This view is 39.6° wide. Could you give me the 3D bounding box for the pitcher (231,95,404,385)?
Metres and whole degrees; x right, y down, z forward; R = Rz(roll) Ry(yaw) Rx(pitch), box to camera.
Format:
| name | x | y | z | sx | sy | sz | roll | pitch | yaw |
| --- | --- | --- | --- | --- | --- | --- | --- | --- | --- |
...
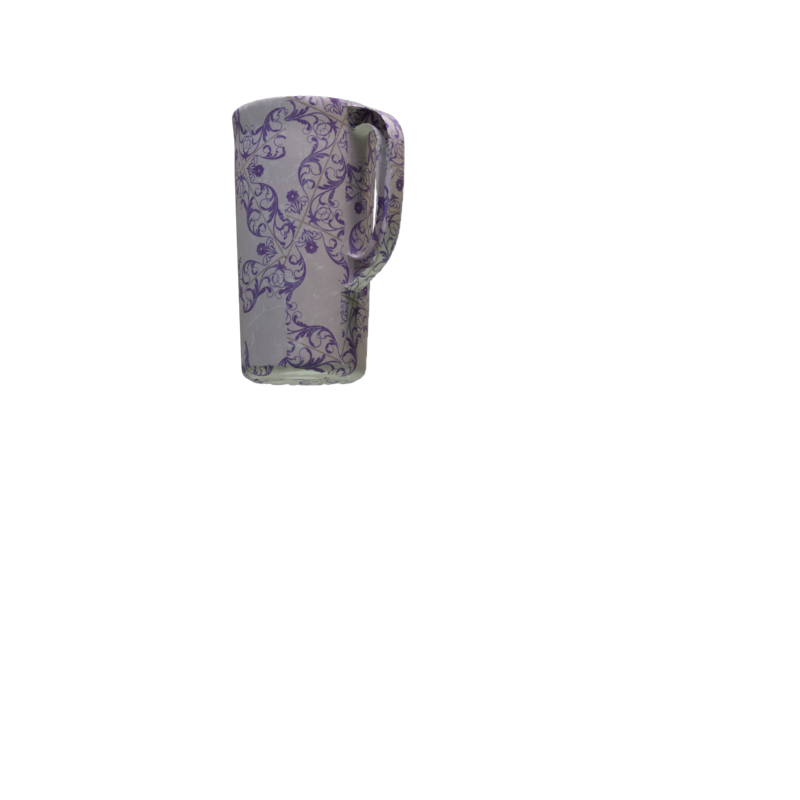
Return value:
| name | x | y | z | sx | sy | sz | roll | pitch | yaw |
| --- | --- | --- | --- | --- | --- | --- | --- | --- | --- |
| pitcher | -0.076 | -0.138 | 0.967 | 0.144 | 0.249 | 0.147 | 0 | -9 | -6 |
